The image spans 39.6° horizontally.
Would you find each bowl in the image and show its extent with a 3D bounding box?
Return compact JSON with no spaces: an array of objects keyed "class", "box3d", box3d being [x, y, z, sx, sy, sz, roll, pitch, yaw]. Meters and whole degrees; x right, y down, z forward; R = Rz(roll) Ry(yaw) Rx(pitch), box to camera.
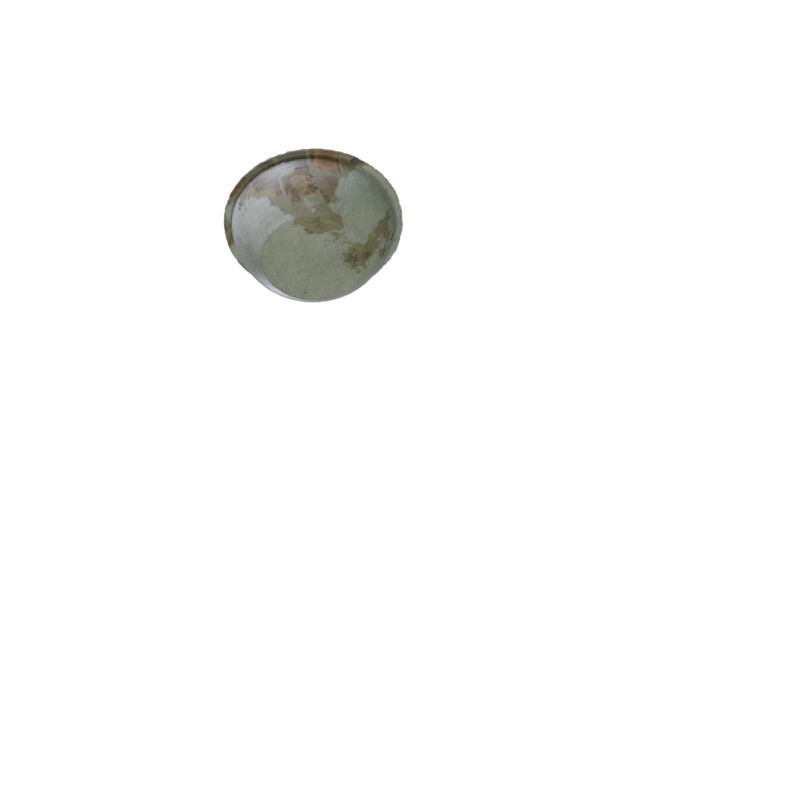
[{"class":"bowl","box3d":[-0.076,-0.139,0.976,0.162,0.151,0.059,1,40,-1]}]
